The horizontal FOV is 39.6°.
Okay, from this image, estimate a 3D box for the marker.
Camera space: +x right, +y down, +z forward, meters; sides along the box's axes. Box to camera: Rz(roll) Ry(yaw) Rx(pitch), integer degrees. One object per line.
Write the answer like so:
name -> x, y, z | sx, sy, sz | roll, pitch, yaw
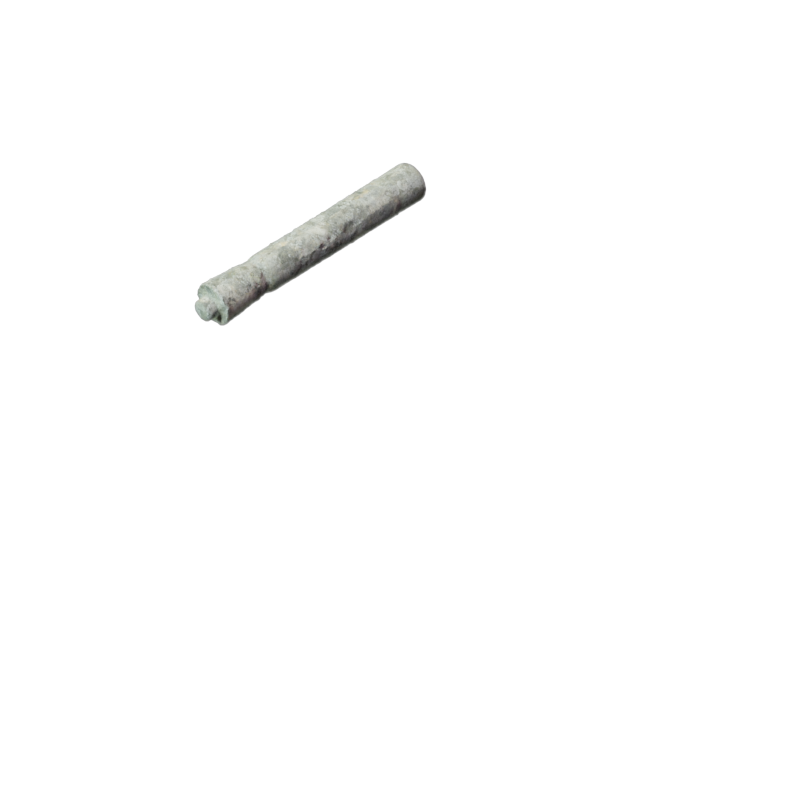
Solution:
marker -> -0.036, -0.066, 0.463 | 0.122, 0.019, 0.021 | -37, 25, -31
